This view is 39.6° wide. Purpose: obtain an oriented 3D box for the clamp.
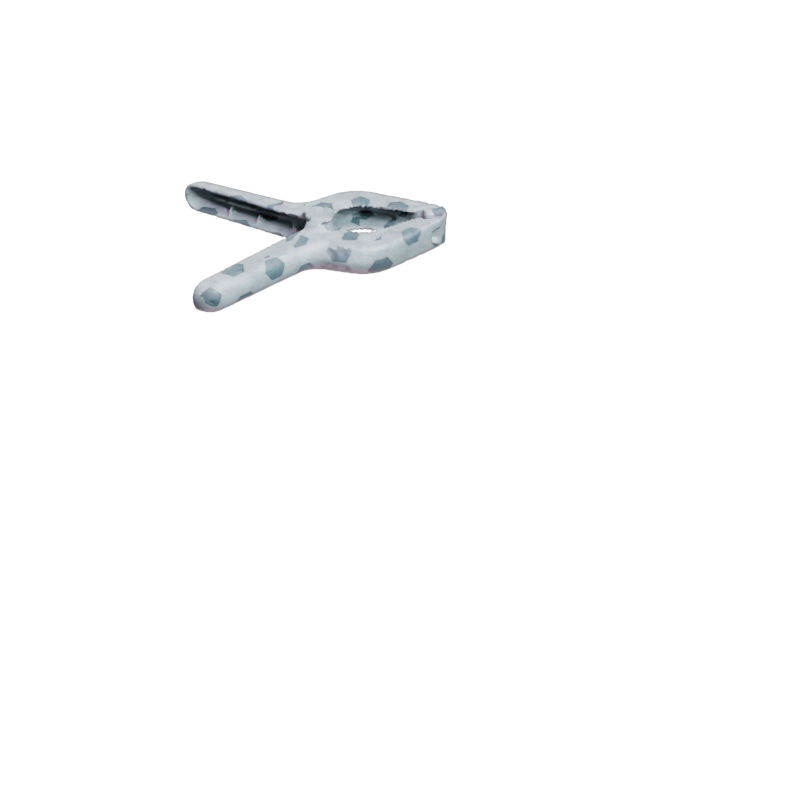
[{"bbox_3d":[-0.067,-0.122,0.856,0.209,0.034,0.176,-1,39,-2],"label":"clamp"}]
